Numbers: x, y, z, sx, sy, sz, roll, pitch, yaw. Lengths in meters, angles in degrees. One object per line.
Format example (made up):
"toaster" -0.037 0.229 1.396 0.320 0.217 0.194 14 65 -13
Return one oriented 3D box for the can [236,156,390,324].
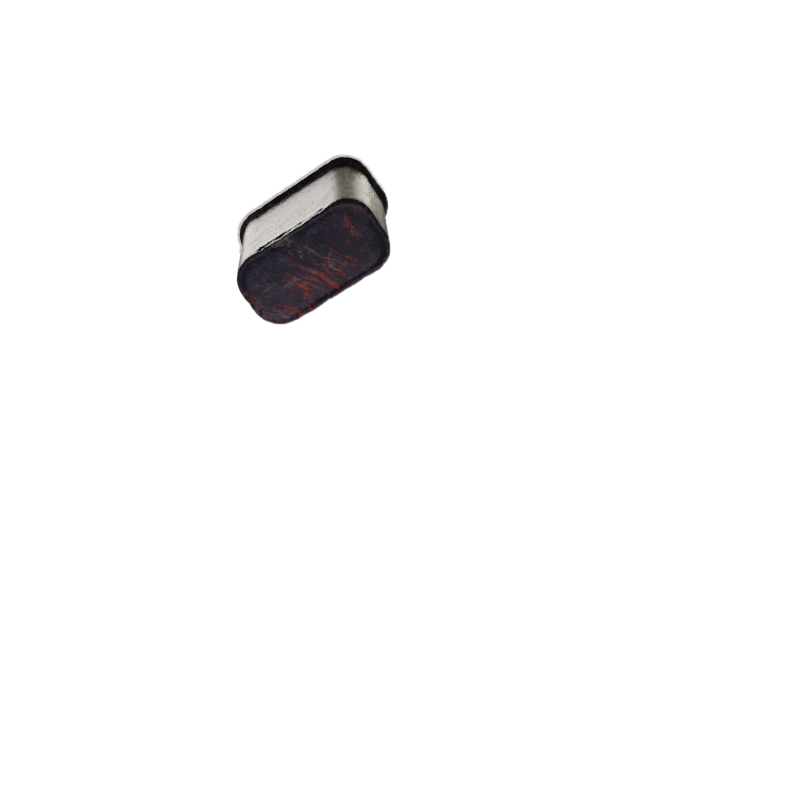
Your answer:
"can" -0.056 -0.102 0.714 0.102 0.055 0.088 -31 24 12
